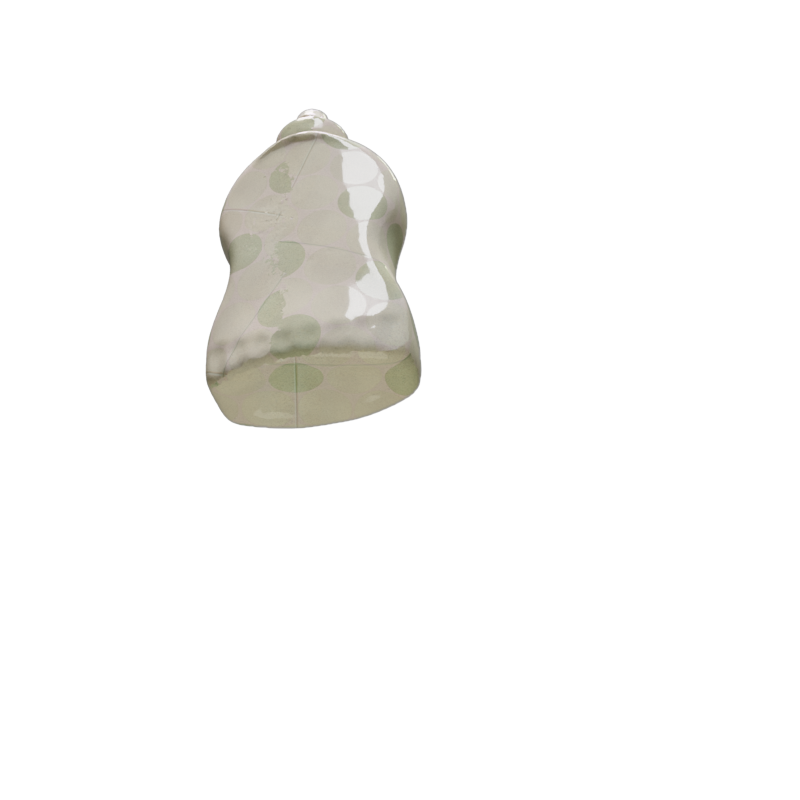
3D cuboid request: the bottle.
[{"bbox_3d":[-0.044,-0.080,0.560,0.097,0.206,0.054,-12,-42,10],"label":"bottle"}]
